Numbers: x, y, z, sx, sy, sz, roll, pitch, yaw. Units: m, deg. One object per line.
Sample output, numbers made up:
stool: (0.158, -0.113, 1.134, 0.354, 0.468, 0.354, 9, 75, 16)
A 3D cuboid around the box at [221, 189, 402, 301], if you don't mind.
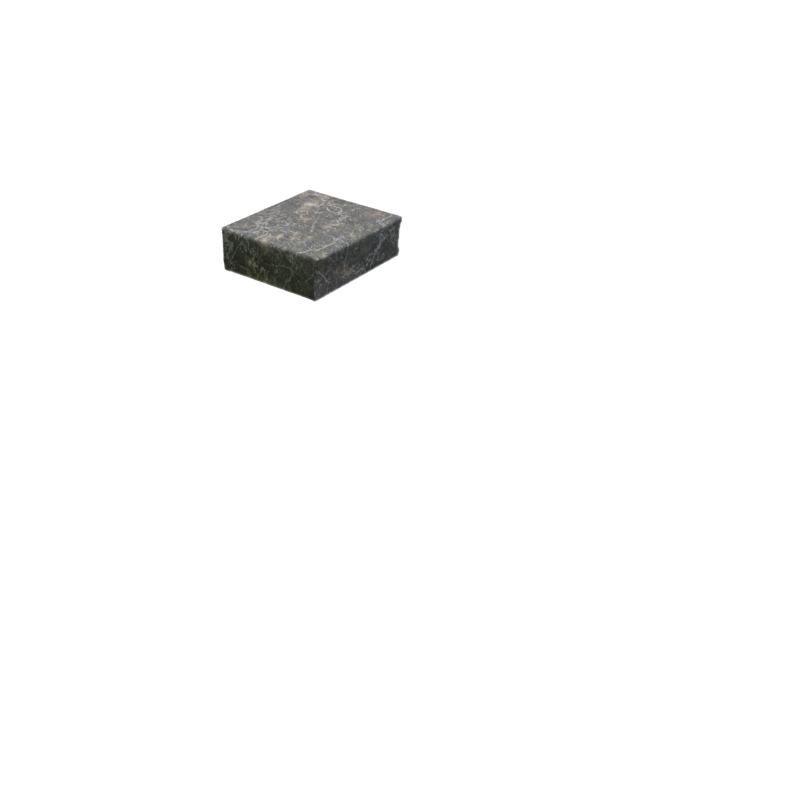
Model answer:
box: (-0.066, -0.120, 0.838, 0.095, 0.037, 0.114, 19, 35, 29)
